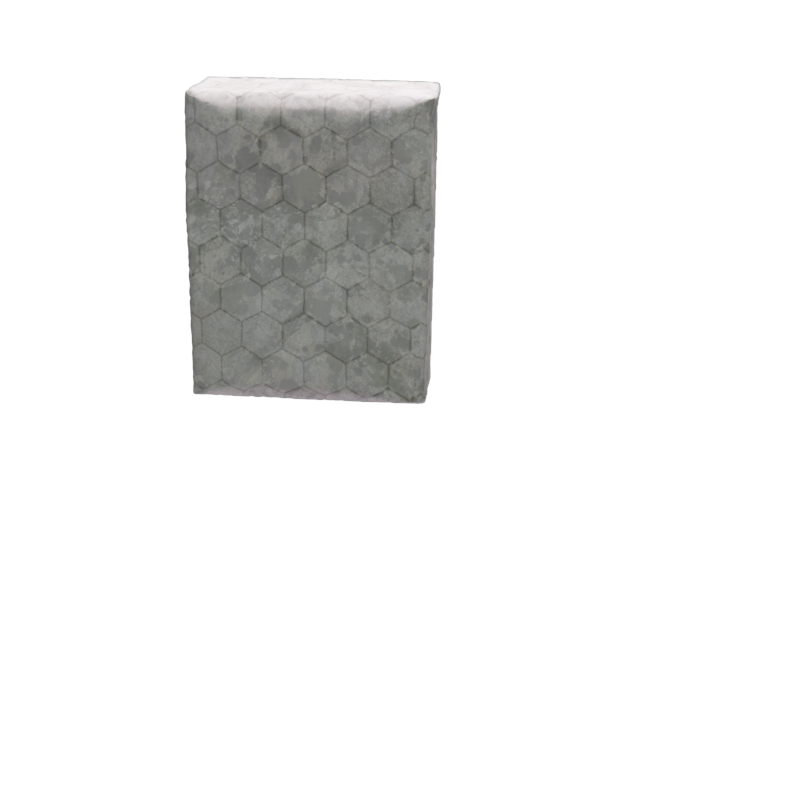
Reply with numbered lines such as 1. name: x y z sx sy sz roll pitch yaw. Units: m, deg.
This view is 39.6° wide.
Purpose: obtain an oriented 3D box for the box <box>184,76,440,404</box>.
1. box: -0.059 -0.108 0.754 0.166 0.205 0.074 3 18 7
